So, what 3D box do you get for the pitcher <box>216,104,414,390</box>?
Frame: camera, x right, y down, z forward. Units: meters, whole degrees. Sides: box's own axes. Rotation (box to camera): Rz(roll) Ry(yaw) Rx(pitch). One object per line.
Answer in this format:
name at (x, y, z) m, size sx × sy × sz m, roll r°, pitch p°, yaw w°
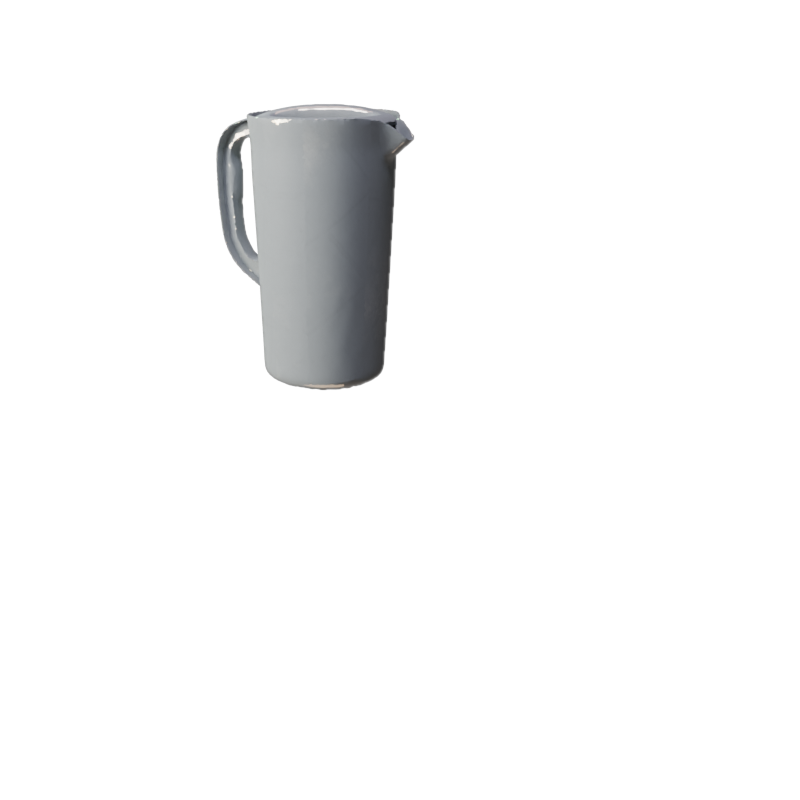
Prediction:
pitcher at (-0.077, -0.141, 0.985) m, size 0.142 × 0.236 × 0.157 m, roll -4°, pitch 14°, yaw -20°
